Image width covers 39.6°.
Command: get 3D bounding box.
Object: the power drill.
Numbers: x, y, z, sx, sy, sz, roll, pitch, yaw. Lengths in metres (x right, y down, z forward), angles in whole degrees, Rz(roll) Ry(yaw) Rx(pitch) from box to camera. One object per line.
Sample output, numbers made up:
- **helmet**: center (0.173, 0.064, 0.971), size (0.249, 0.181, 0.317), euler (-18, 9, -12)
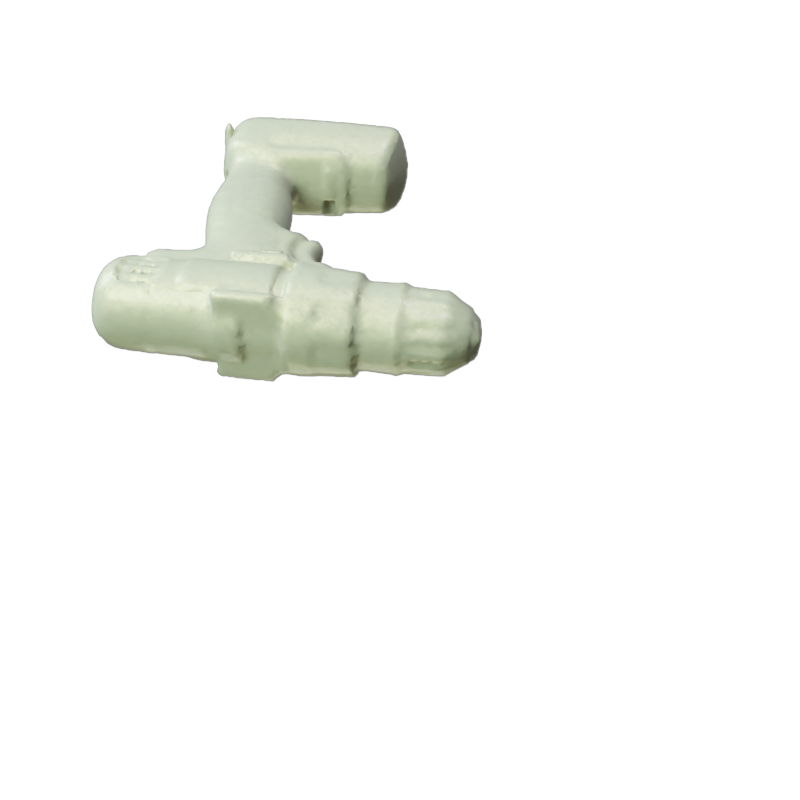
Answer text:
- **power drill**: center (-0.045, -0.082, 0.575), size (0.187, 0.054, 0.197), euler (6, 36, 8)
